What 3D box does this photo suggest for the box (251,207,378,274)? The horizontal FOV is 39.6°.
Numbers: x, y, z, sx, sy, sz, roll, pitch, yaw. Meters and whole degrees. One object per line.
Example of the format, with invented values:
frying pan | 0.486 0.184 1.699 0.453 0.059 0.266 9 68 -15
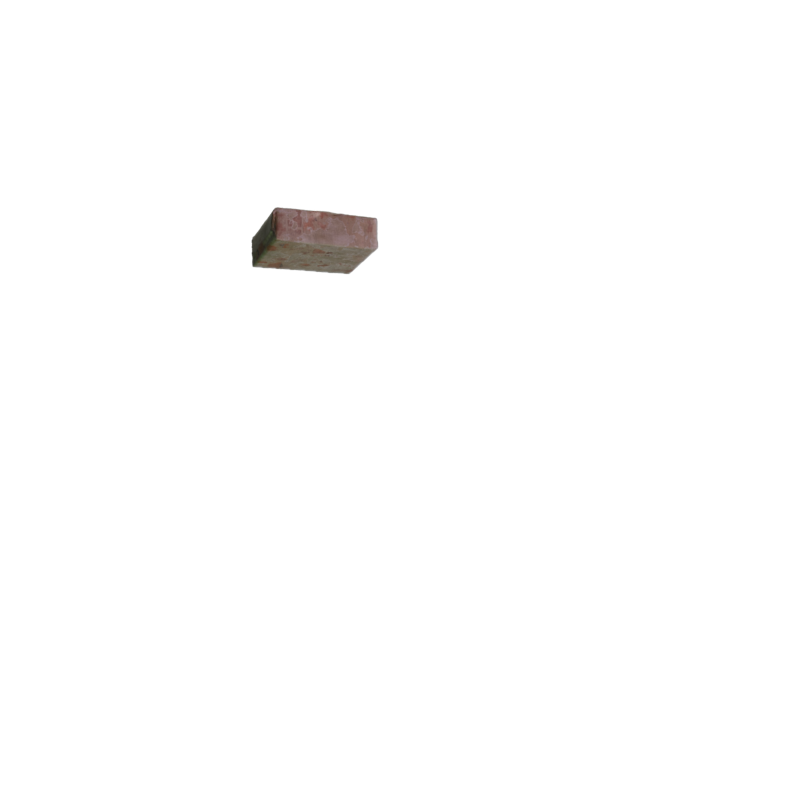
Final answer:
box | -0.071 -0.130 0.909 0.087 0.031 0.072 4 -14 -18
